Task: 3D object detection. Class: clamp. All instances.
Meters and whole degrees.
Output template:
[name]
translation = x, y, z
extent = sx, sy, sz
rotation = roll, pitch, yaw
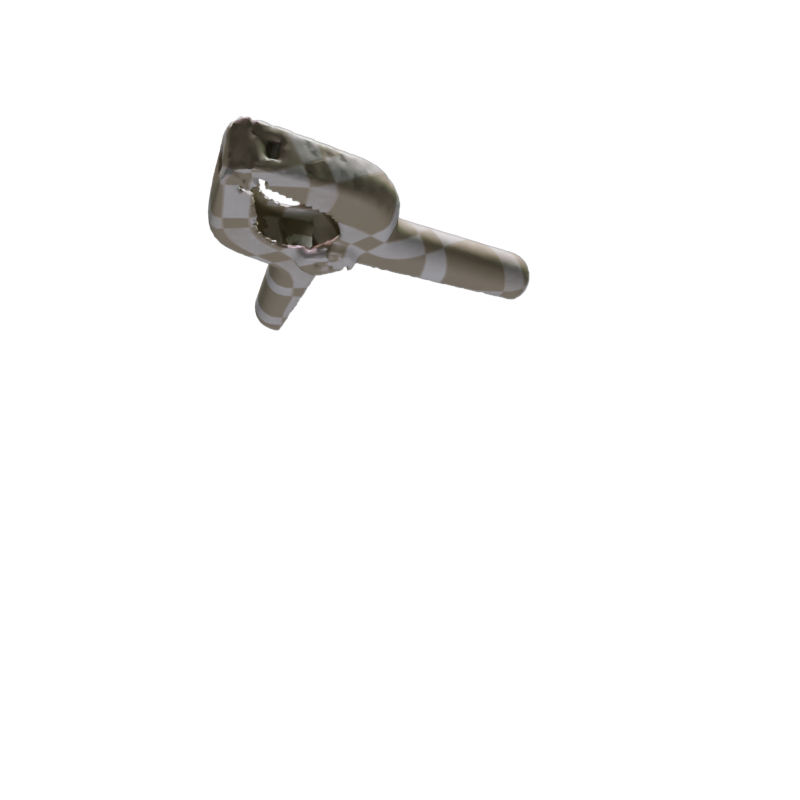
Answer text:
[clamp]
translation = -0.045, -0.082, 0.574
extent = 0.168, 0.038, 0.196
rotation = -9, -20, 27
